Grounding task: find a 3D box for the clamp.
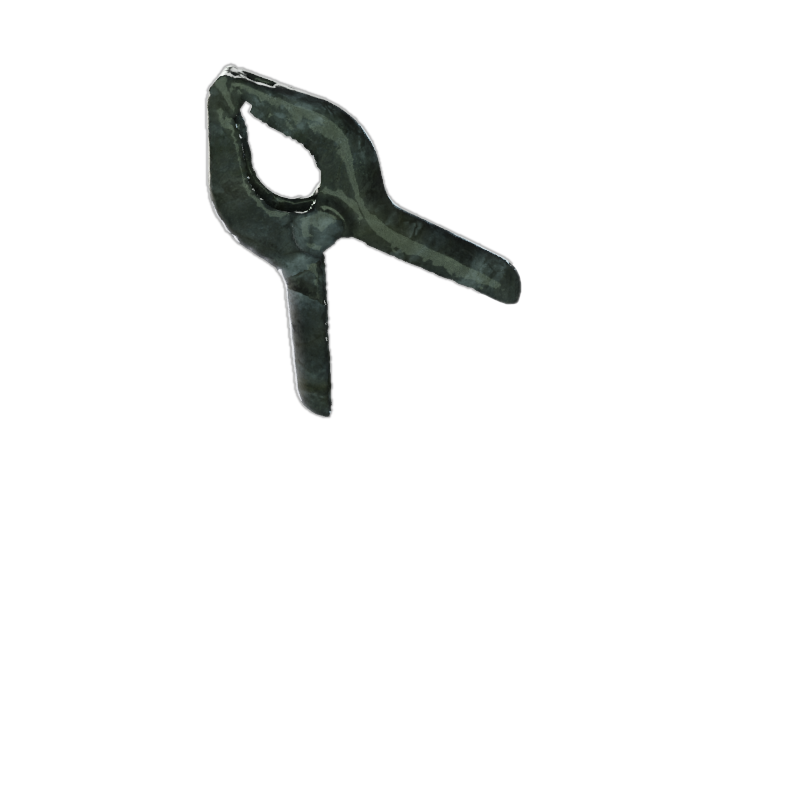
[{"bbox_3d":[-0.040,-0.074,0.515,0.119,0.167,0.040,-43,9,8],"label":"clamp"}]
